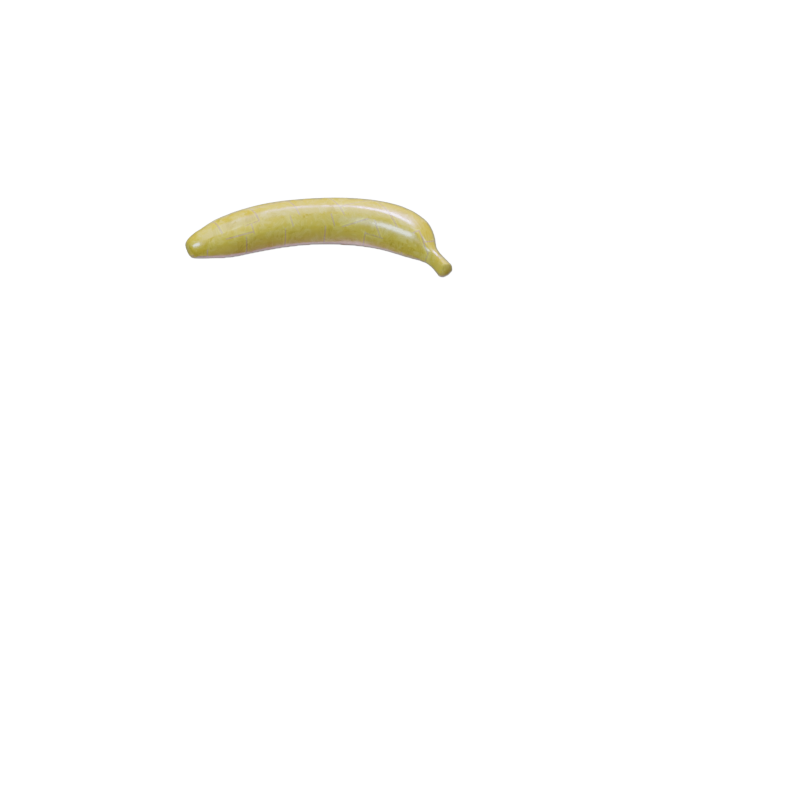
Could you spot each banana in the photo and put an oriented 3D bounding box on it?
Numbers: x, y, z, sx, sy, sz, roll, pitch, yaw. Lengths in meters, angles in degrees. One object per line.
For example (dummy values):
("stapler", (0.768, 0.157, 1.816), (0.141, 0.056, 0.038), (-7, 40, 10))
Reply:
("banana", (-0.060, -0.128, 0.838), (0.199, 0.035, 0.073), (3, 32, 4))
